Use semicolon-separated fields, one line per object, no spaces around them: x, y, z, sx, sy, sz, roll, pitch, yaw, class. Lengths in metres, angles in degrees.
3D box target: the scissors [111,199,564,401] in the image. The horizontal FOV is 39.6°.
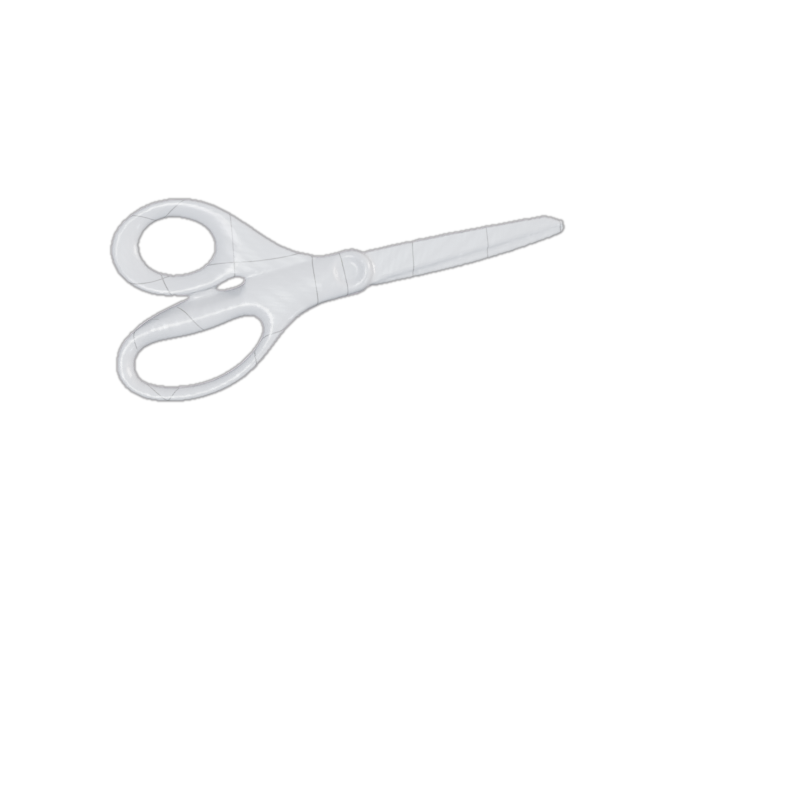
-0.038;-0.070;0.487;0.201;0.098;0.015;-28;-8;-5;scissors
